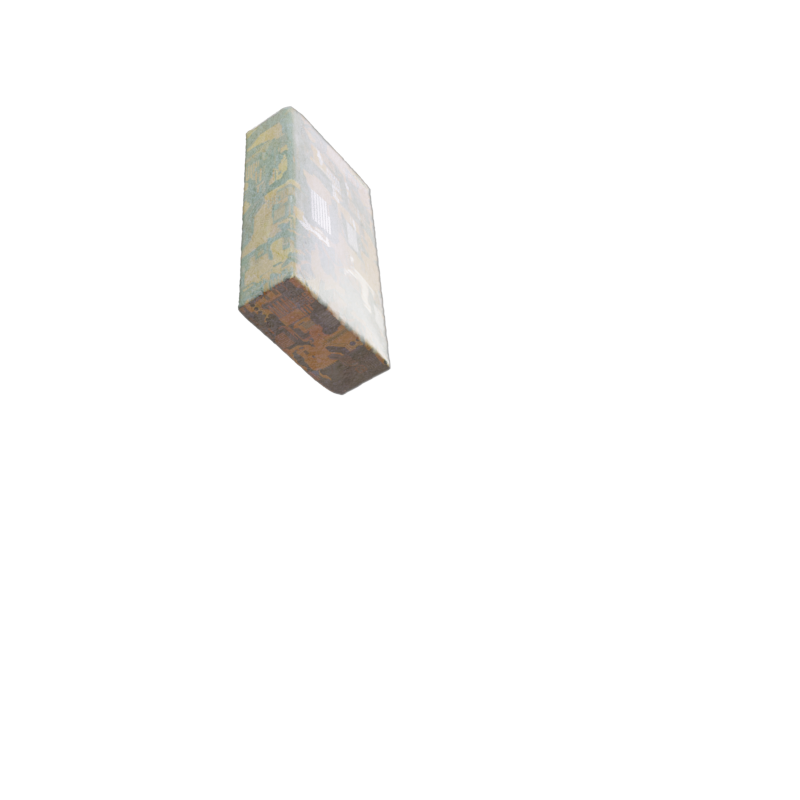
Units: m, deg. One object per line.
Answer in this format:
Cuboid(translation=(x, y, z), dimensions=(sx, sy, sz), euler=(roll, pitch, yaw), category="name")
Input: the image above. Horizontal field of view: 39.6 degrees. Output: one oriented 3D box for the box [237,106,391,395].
Cuboid(translation=(-0.053, -0.097, 0.677), dimensions=(0.048, 0.189, 0.087), euler=(-30, -51, 23), category="box")
